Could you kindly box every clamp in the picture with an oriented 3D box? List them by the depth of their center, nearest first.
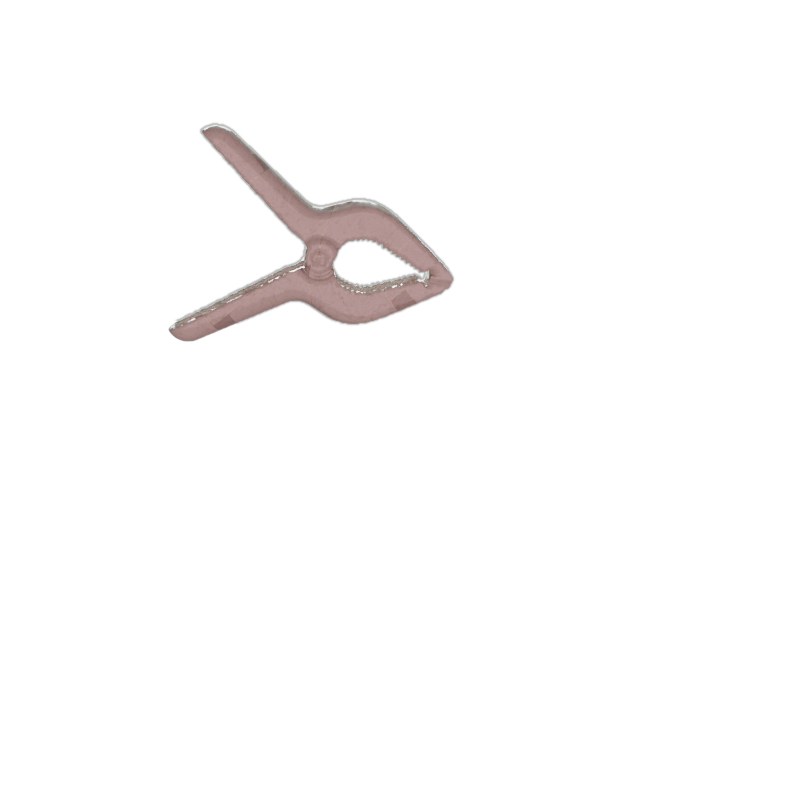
[{"bbox_3d":[-0.065,-0.118,0.827,0.209,0.160,0.037,4,13,-1],"label":"clamp"}]
